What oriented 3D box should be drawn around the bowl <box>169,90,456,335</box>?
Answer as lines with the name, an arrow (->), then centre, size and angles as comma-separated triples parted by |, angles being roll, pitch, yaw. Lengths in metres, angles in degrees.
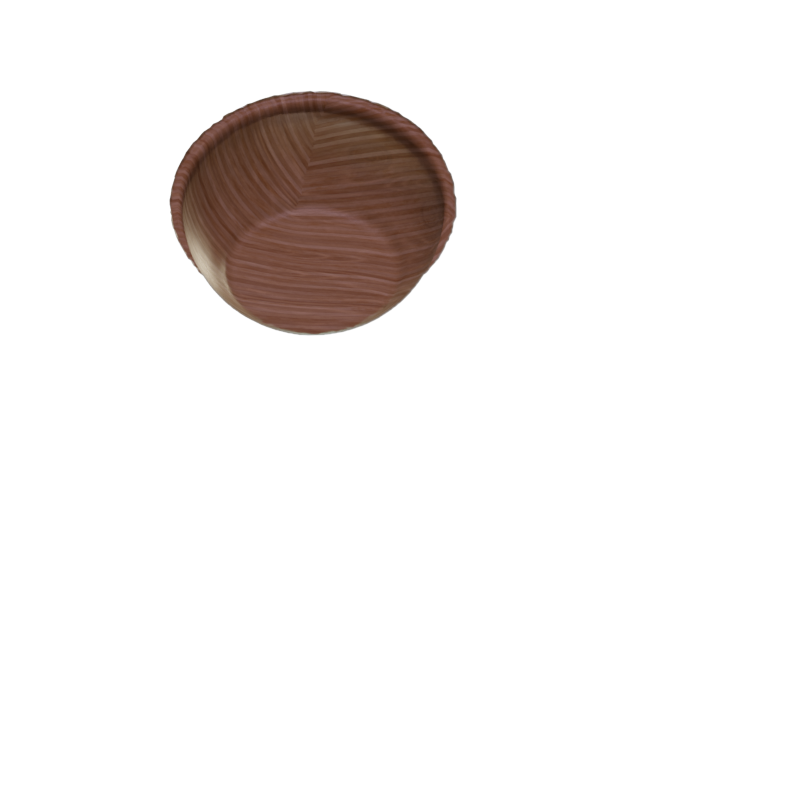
bowl -> -0.048, -0.087, 0.607 | 0.162, 0.151, 0.059 | 1, 44, -1
